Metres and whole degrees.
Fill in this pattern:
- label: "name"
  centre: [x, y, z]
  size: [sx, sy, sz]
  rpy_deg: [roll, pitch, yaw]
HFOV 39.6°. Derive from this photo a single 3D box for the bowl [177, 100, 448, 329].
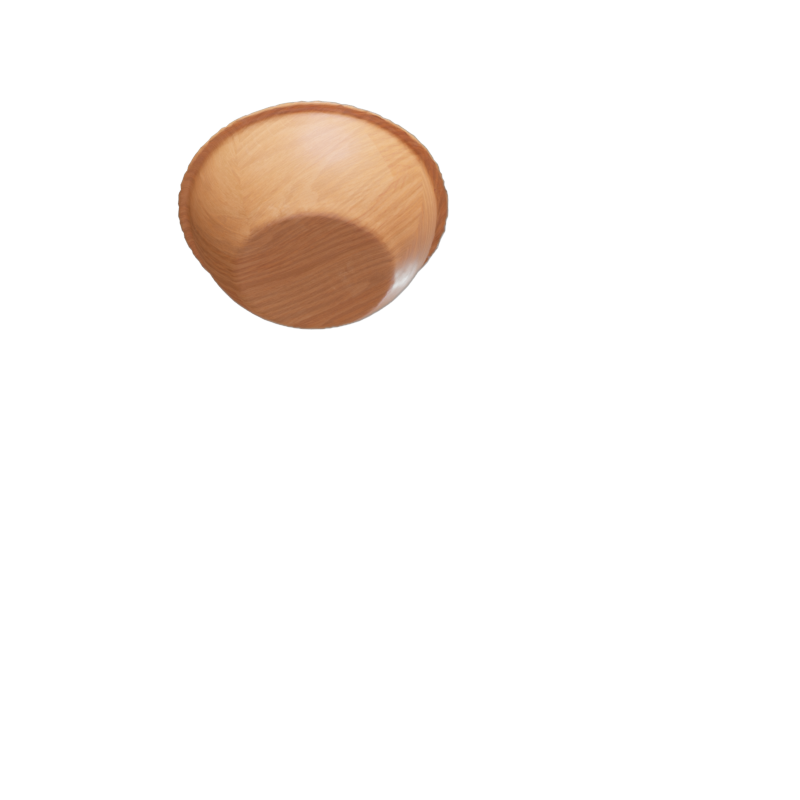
- label: "bowl"
  centre: [-0.050, -0.092, 0.644]
  size: [0.162, 0.059, 0.151]
  rpy_deg: [1, -45, -1]
